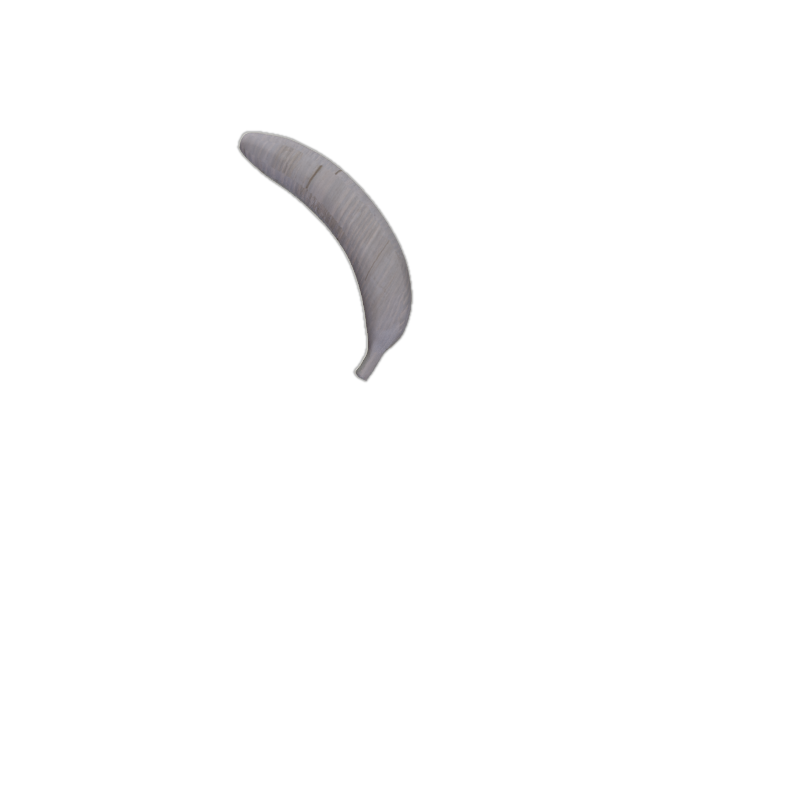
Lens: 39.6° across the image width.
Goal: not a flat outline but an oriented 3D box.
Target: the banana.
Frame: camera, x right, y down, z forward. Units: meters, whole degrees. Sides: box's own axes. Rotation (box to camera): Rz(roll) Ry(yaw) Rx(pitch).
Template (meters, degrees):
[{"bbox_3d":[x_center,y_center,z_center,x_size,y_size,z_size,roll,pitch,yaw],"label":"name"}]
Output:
[{"bbox_3d":[-0.043,-0.116,0.780,0.069,0.205,0.035,-26,-12,-6],"label":"banana"}]
